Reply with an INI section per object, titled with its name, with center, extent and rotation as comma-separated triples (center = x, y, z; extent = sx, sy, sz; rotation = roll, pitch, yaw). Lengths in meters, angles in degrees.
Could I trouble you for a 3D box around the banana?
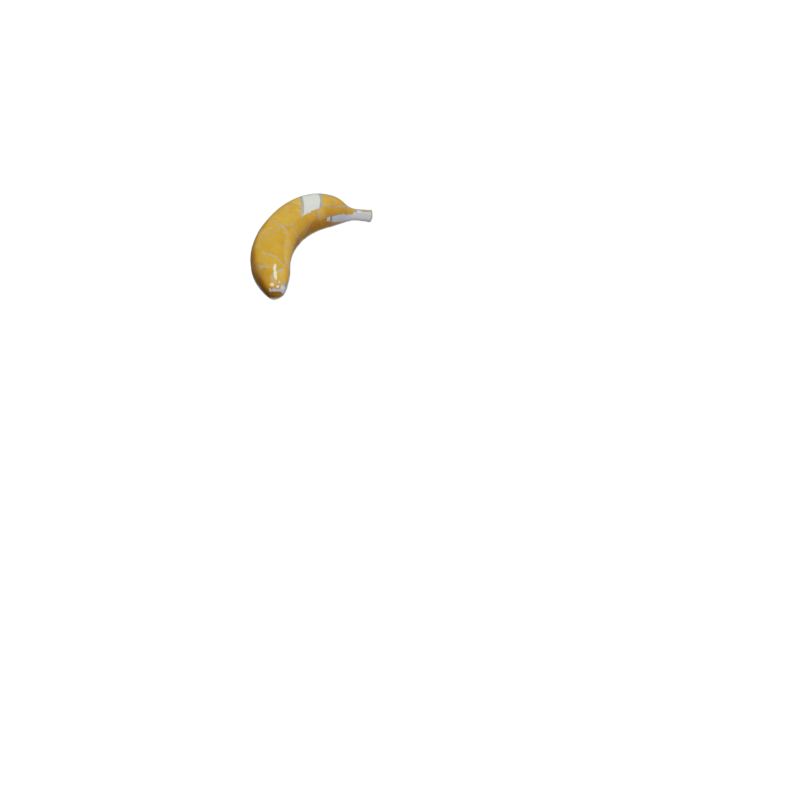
[banana]
center = -0.094, -0.149, 1.010
extent = 0.072, 0.035, 0.202
rotation = 13, 34, 19
